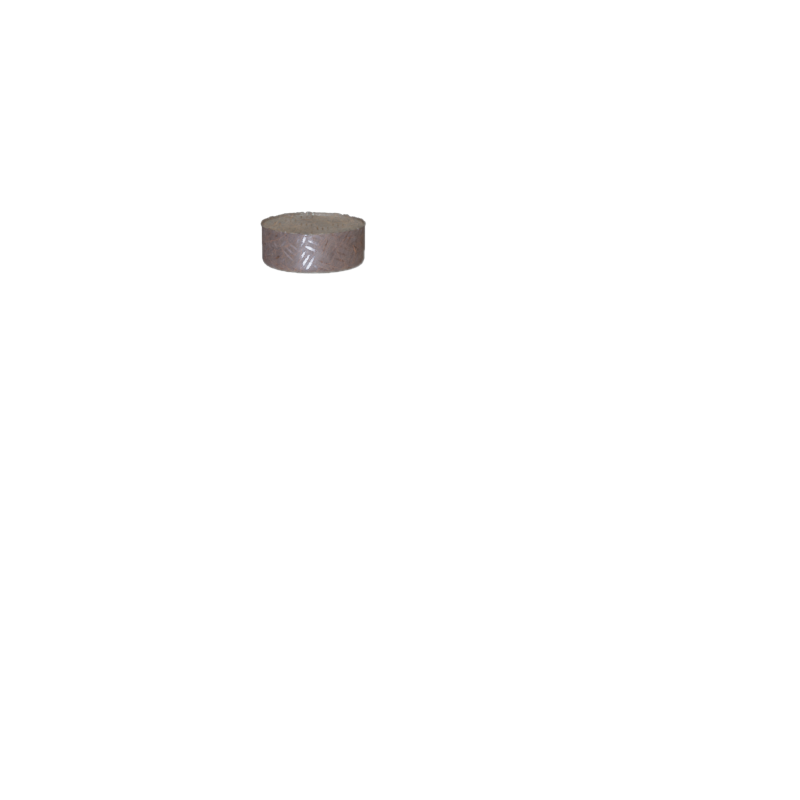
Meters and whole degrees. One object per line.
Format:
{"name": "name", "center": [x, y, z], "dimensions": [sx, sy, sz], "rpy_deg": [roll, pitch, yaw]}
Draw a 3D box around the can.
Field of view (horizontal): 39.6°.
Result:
{"name": "can", "center": [-0.071, -0.129, 0.906], "dimensions": [0.086, 0.032, 0.089], "rpy_deg": [-1, 20, -2]}
